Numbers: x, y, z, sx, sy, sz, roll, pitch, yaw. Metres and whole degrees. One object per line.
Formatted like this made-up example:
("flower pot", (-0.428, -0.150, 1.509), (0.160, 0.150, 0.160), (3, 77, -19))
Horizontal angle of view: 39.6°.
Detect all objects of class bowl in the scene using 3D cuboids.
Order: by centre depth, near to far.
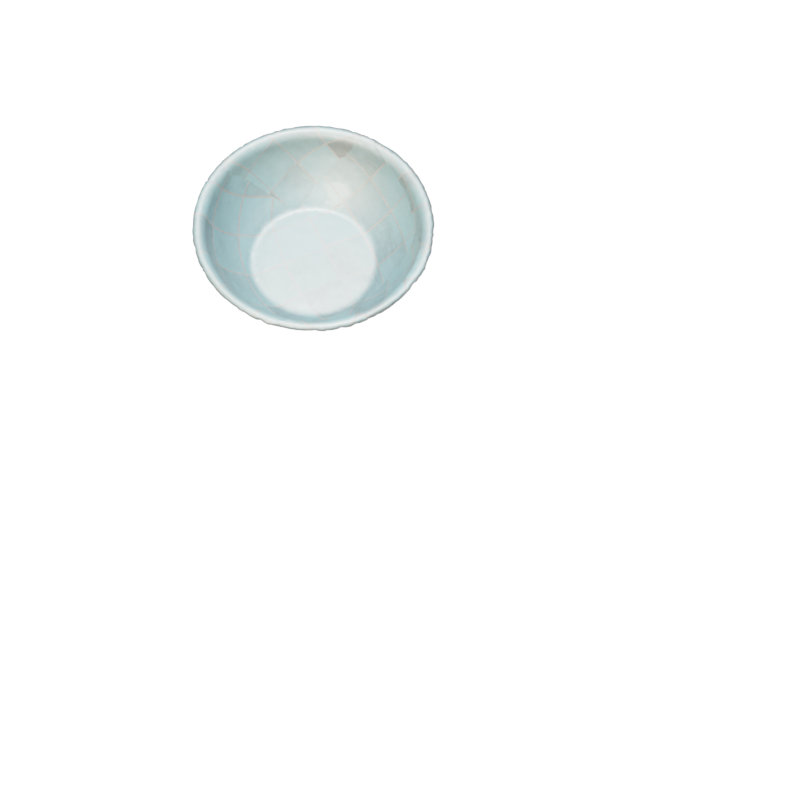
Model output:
("bowl", (-0.060, -0.109, 0.762), (0.162, 0.172, 0.052), (-1, -29, -1))
